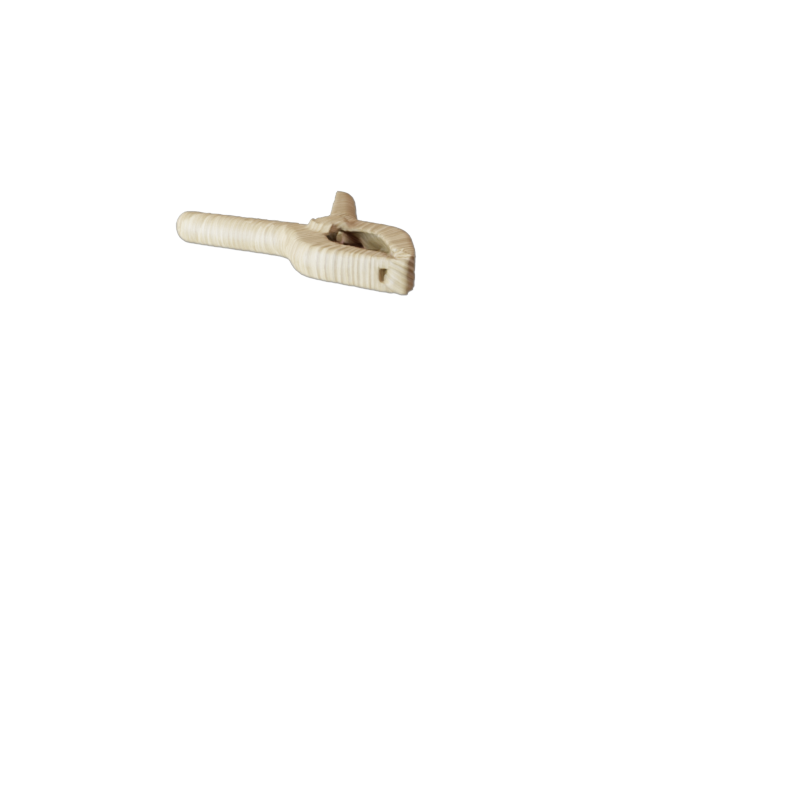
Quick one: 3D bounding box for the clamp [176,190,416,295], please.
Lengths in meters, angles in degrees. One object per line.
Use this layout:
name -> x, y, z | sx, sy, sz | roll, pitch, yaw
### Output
clamp -> -0.066, -0.120, 0.840 | 0.161, 0.035, 0.224 | -12, 26, -26
